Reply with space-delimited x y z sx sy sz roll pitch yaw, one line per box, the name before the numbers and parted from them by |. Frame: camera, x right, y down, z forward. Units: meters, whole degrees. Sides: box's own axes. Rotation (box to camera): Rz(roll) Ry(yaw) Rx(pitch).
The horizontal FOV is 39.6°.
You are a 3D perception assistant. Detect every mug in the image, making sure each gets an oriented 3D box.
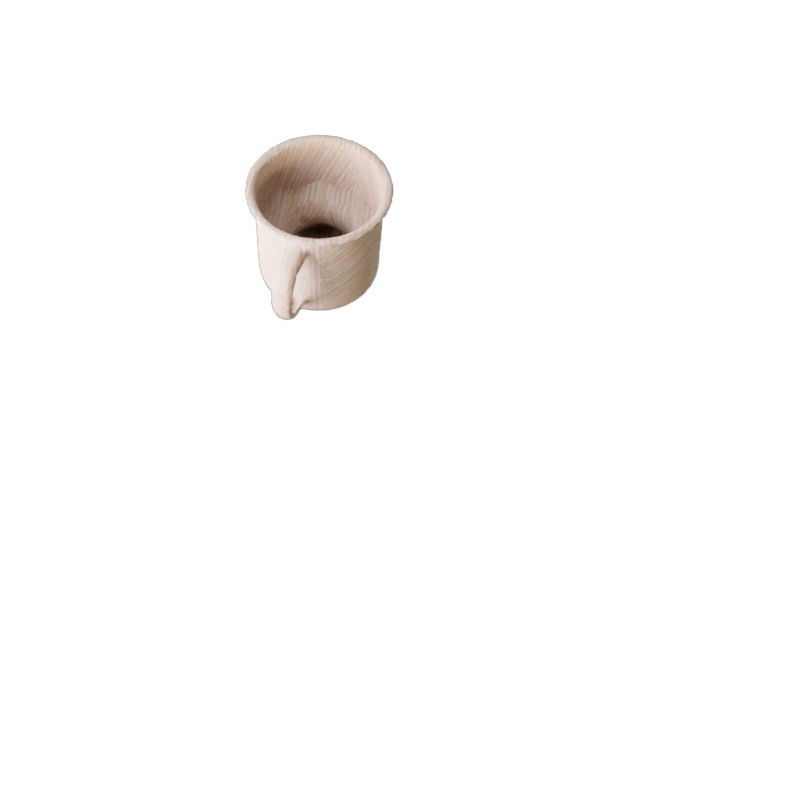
mug | -0.056 -0.102 0.717 0.095 0.123 0.076 14 -35 8
